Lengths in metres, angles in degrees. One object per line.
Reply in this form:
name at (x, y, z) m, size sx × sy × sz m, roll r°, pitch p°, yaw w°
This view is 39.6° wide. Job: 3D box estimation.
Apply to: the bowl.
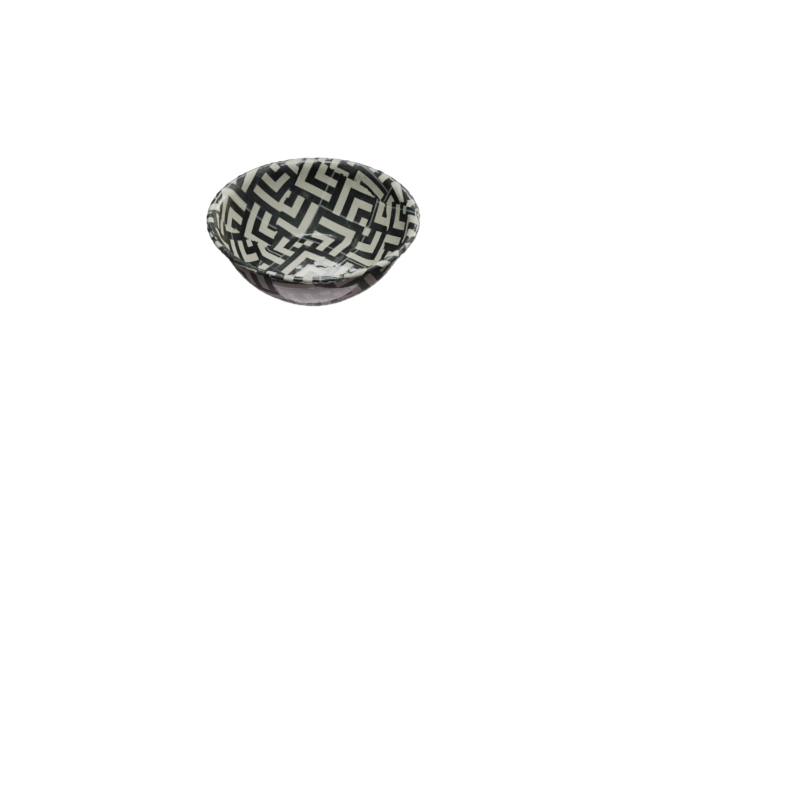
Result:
bowl at (-0.067, -0.122, 0.852) m, size 0.162 × 0.051 × 0.174 m, roll -1°, pitch 42°, yaw -2°
